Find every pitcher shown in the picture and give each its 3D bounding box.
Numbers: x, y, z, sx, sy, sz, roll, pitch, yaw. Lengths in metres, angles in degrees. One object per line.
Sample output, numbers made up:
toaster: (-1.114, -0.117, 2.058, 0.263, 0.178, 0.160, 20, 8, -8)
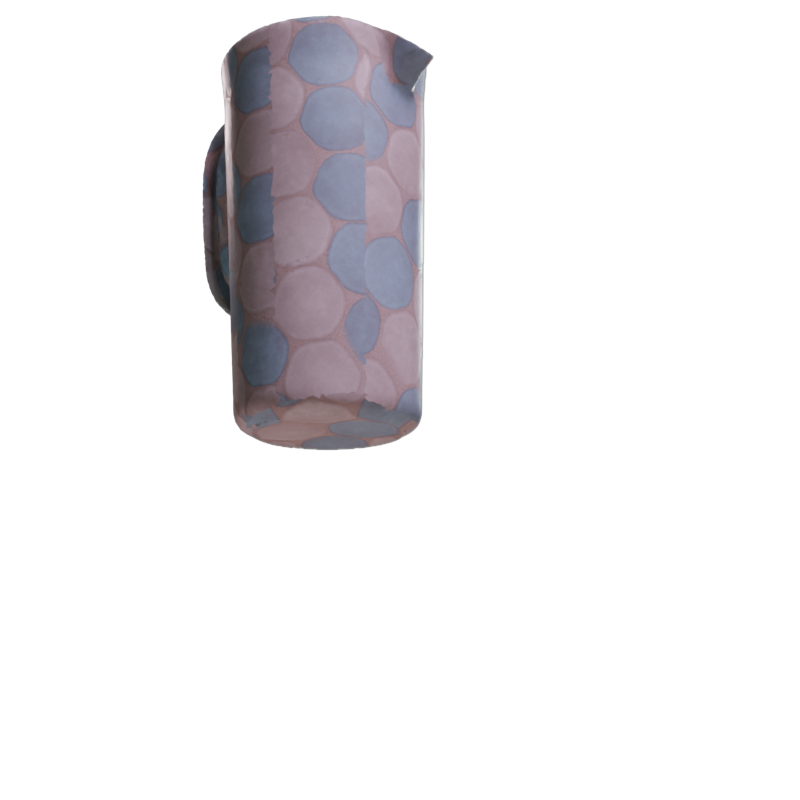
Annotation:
pitcher: (-0.053, -0.097, 0.682, 0.144, 0.255, 0.143, 1, -20, -5)
